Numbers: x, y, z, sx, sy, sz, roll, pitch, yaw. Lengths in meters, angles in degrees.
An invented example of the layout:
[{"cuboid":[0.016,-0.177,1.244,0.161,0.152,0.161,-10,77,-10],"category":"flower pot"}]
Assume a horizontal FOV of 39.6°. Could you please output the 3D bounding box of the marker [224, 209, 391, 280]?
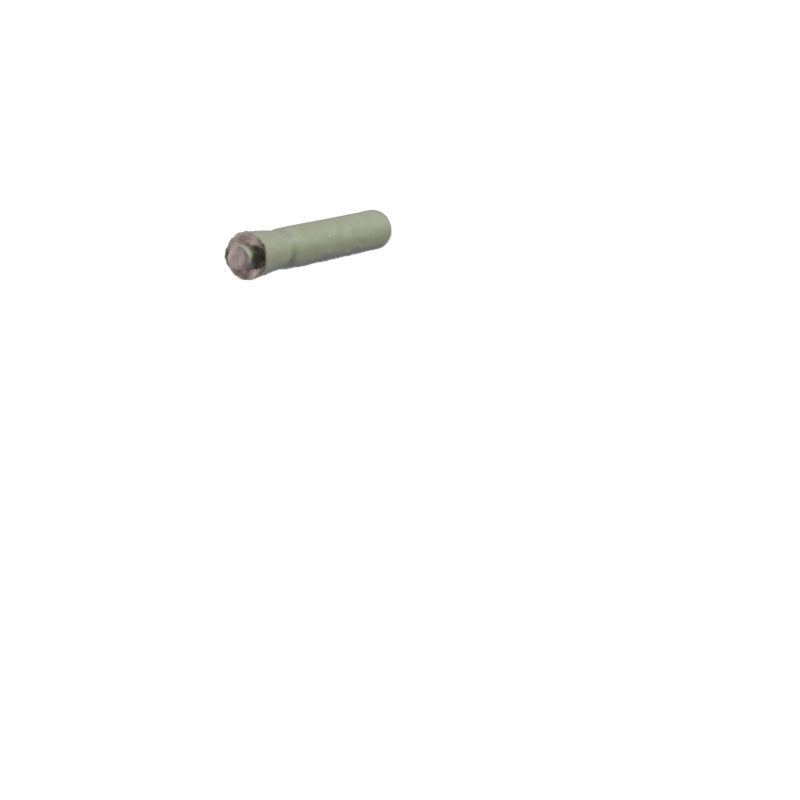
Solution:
[{"cuboid":[-0.037,-0.067,0.468,0.020,0.019,0.120,2,14,25],"category":"marker"}]
